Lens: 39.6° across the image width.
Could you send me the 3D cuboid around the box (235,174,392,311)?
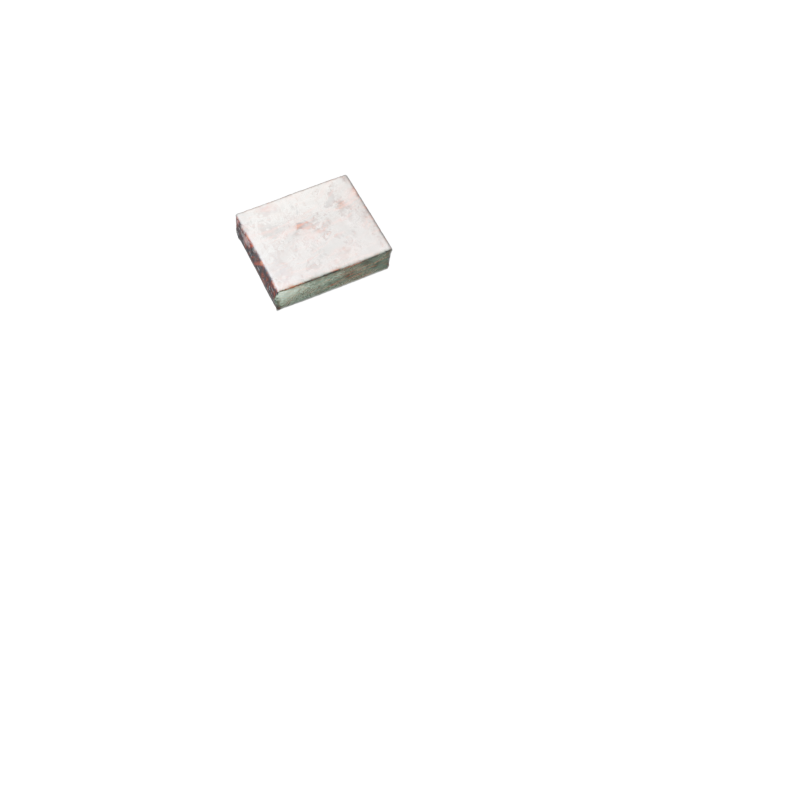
[{"bbox_3d":[-0.077,-0.140,0.978,0.113,0.096,0.036,-24,-28,-14],"label":"box"}]
